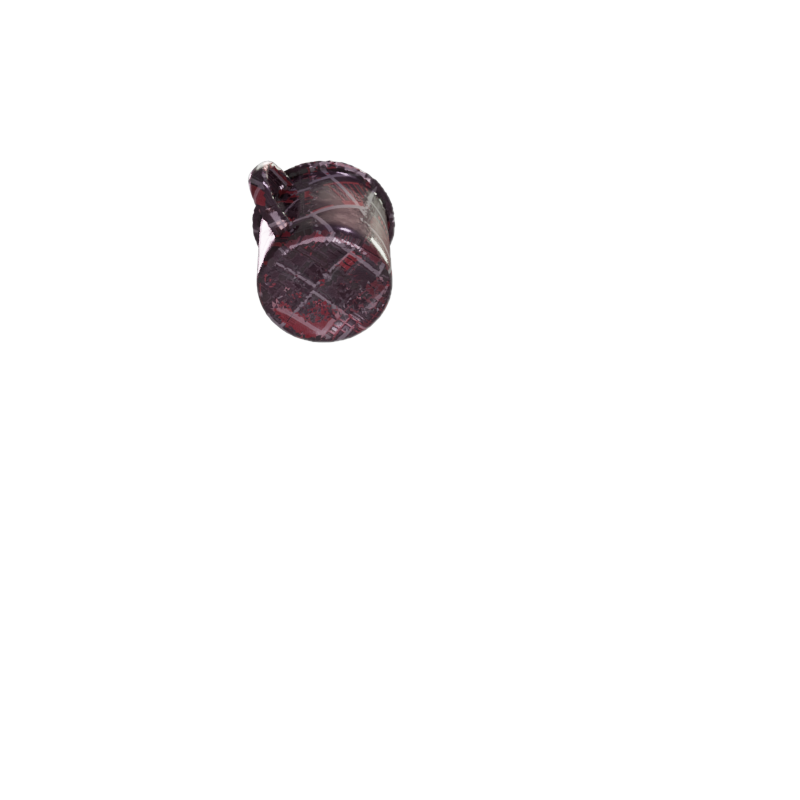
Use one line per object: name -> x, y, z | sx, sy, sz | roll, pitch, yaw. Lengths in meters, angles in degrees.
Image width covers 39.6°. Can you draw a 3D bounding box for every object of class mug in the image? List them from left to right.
mug -> -0.054, -0.098, 0.684 | 0.093, 0.110, 0.087 | -29, 30, 16
